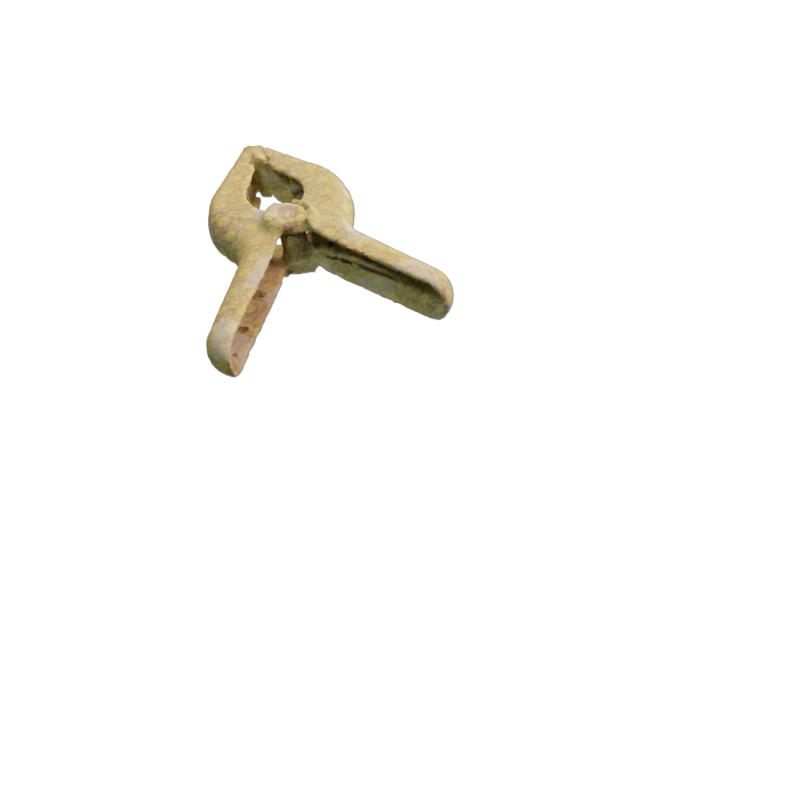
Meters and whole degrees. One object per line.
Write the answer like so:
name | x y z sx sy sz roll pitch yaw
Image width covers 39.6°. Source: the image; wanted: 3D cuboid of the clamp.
clamp | -0.045 -0.083 0.578 0.119 0.037 0.185 -7 43 -7
